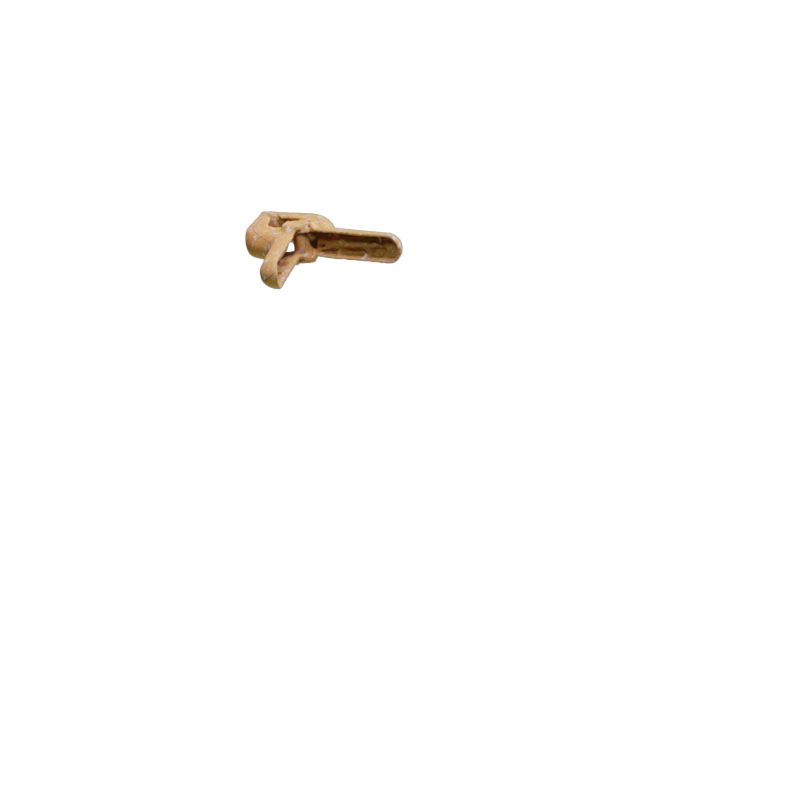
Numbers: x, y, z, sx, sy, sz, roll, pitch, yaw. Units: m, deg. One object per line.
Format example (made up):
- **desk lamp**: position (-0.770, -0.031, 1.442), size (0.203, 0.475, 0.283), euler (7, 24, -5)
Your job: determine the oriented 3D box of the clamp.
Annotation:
- **clamp**: position (-0.074, -0.135, 0.945), size (0.118, 0.037, 0.182), euler (-6, 24, -15)
